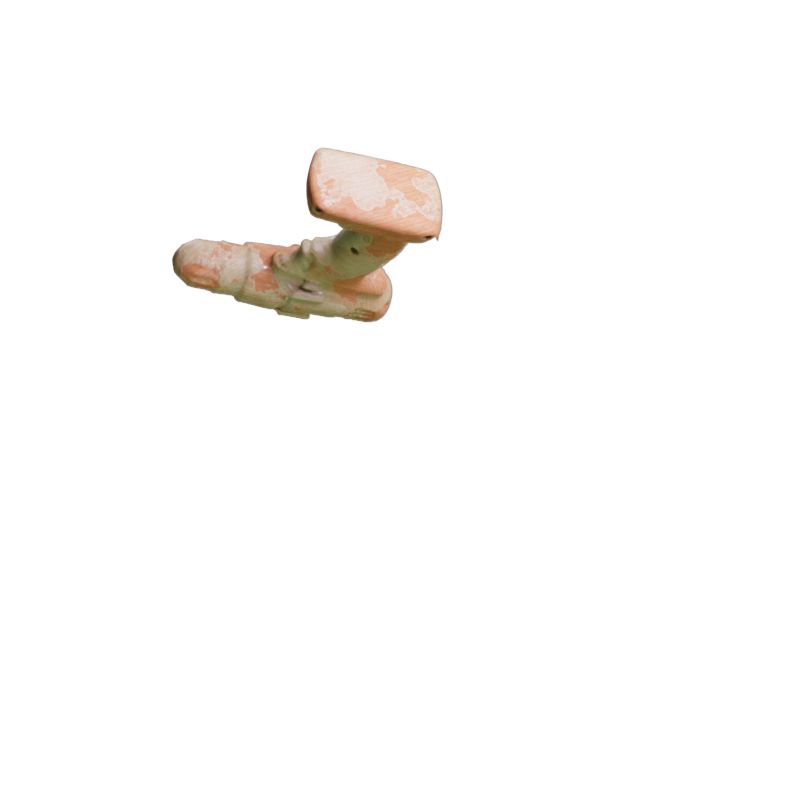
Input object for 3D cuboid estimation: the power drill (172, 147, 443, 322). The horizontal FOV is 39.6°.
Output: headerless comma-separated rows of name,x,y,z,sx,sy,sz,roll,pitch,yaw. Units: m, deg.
power drill,-0.066,-0.121,0.848,0.179,0.060,0.184,8,-22,-22
